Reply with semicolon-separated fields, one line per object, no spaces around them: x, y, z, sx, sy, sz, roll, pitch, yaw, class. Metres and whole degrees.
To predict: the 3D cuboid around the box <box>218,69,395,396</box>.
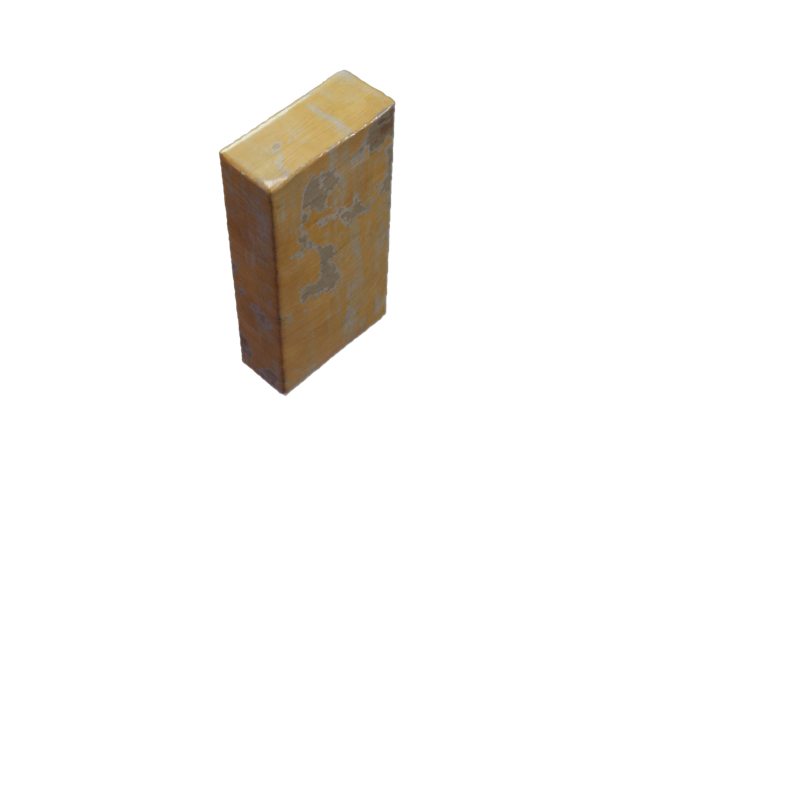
-0.049;-0.089;0.623;0.051;0.094;0.165;38;-29;21;box
